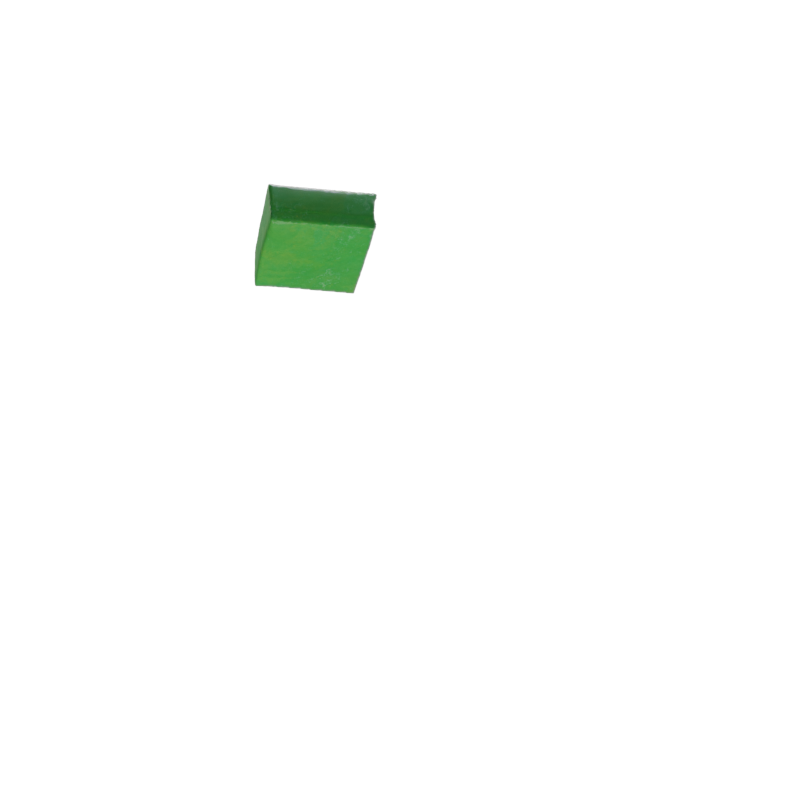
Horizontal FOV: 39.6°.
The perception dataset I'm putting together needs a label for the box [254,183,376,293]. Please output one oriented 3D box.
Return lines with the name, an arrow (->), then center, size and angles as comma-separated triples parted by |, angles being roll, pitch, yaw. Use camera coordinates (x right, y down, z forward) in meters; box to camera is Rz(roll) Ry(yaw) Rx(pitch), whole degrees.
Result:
box -> -0.073, -0.133, 0.931 | 0.089, 0.041, 0.109 | 4, -25, -10
